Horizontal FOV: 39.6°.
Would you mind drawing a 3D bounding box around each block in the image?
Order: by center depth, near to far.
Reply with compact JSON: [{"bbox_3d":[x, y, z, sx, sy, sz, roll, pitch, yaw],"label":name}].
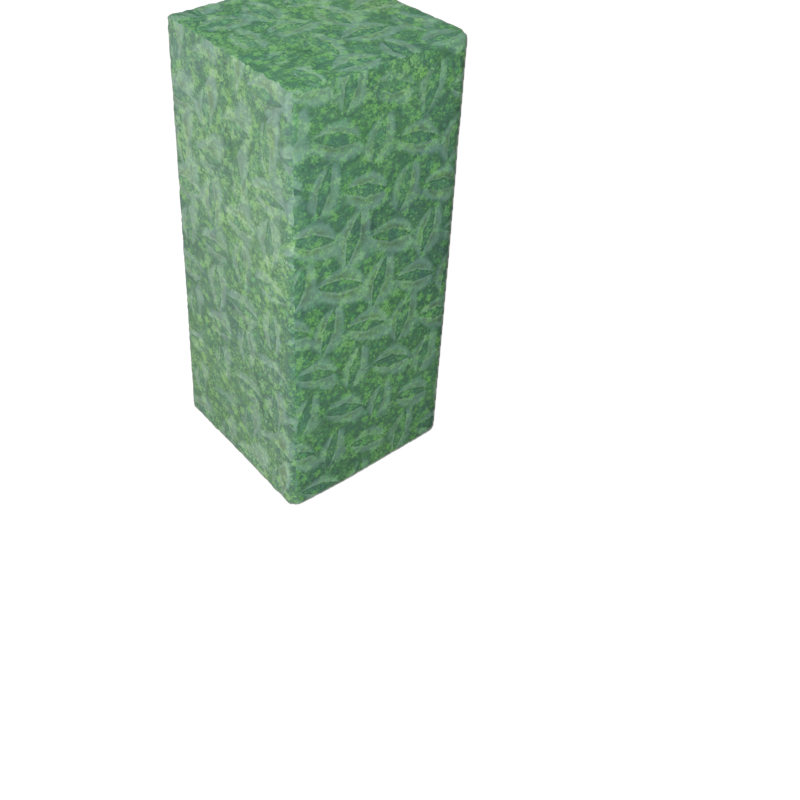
[{"bbox_3d":[-0.038,-0.071,0.495,0.089,0.193,0.097,-24,44,-32],"label":"block"}]
